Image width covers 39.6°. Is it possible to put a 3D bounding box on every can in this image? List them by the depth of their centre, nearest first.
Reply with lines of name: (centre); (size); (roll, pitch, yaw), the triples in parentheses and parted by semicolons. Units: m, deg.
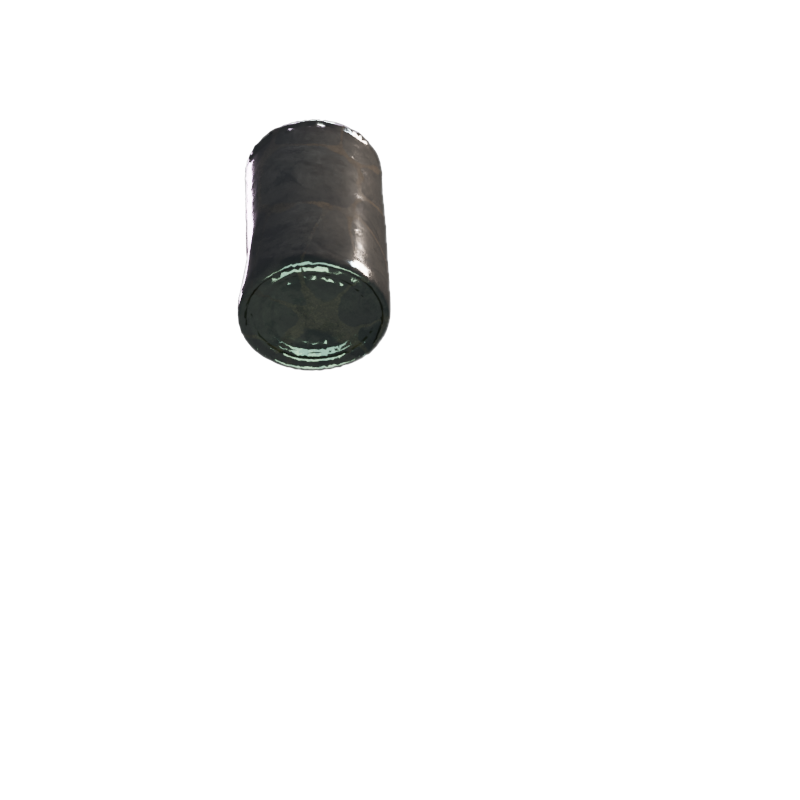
can: (-0.040, -0.073, 0.511); (0.068, 0.064, 0.110); (-1, 45, -3)
